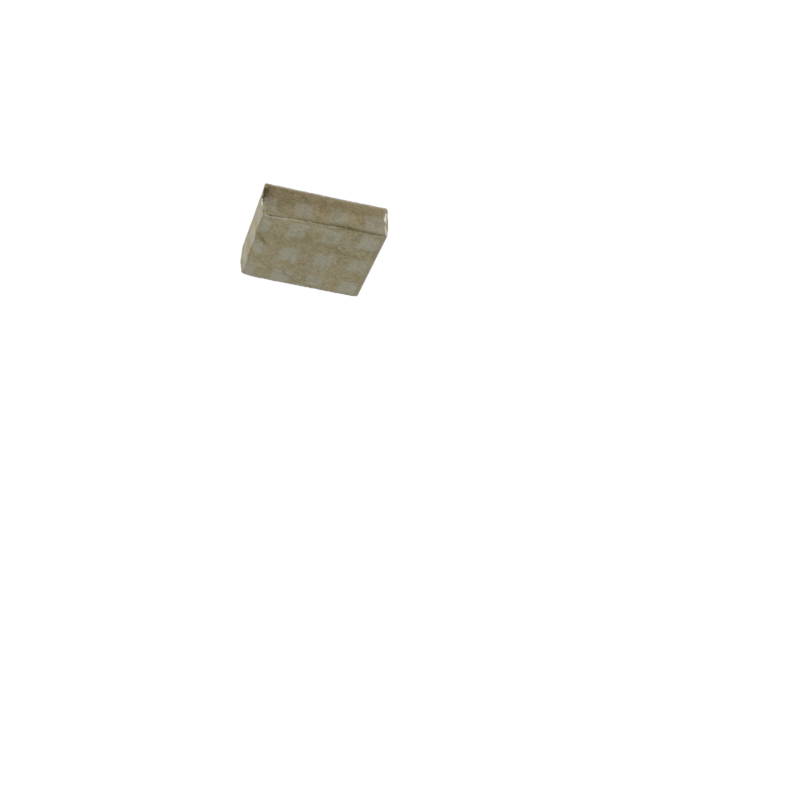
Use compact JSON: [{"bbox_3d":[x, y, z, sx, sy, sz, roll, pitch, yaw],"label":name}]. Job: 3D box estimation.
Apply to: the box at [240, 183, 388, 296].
[{"bbox_3d":[-0.076,-0.139,0.973,0.111,0.042,0.086,10,-37,-14],"label":"box"}]
